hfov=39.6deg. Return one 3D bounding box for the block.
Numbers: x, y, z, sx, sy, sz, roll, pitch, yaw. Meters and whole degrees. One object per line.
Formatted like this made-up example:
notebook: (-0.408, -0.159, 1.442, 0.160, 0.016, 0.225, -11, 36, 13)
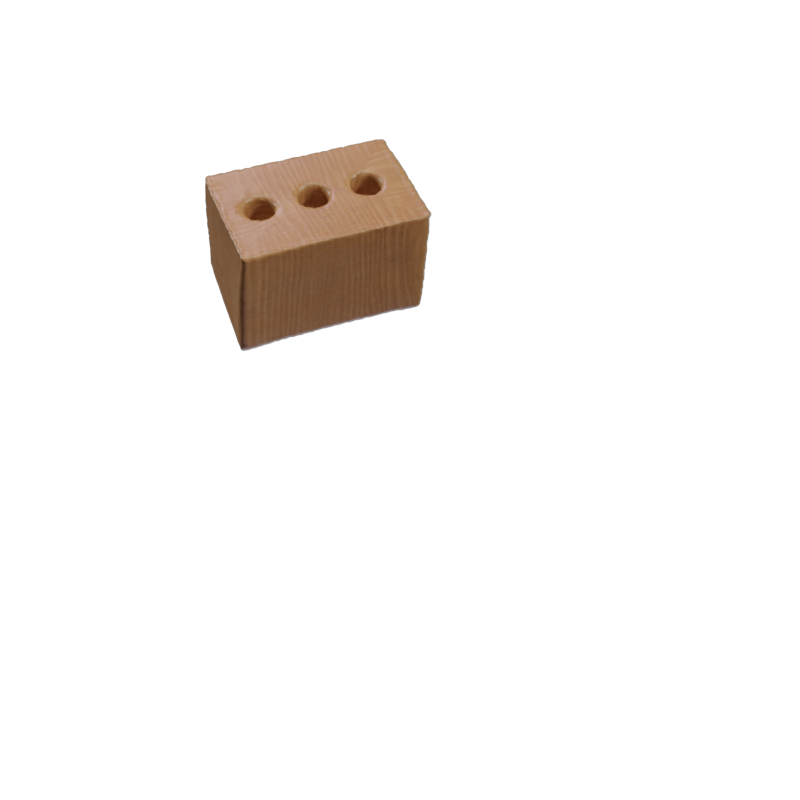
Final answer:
block: (-0.035, -0.063, 0.444, 0.077, 0.057, 0.048, -16, -39, -15)
